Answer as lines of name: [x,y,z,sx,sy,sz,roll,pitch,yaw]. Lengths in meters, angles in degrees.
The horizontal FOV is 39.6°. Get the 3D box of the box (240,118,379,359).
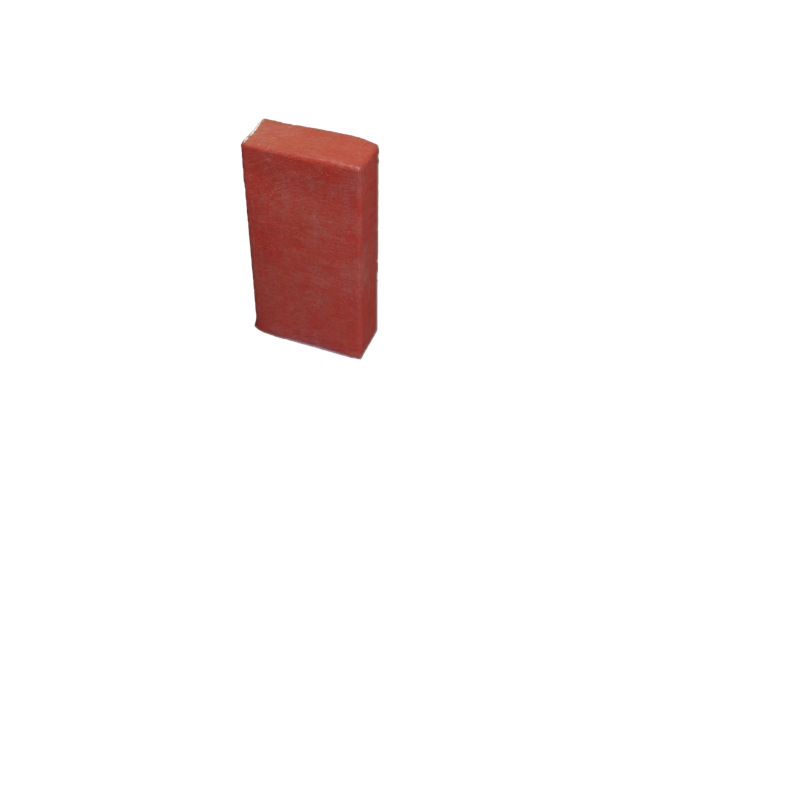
box: [-0.064,-0.118,0.823,0.096,0.165,0.050,16,40,17]
